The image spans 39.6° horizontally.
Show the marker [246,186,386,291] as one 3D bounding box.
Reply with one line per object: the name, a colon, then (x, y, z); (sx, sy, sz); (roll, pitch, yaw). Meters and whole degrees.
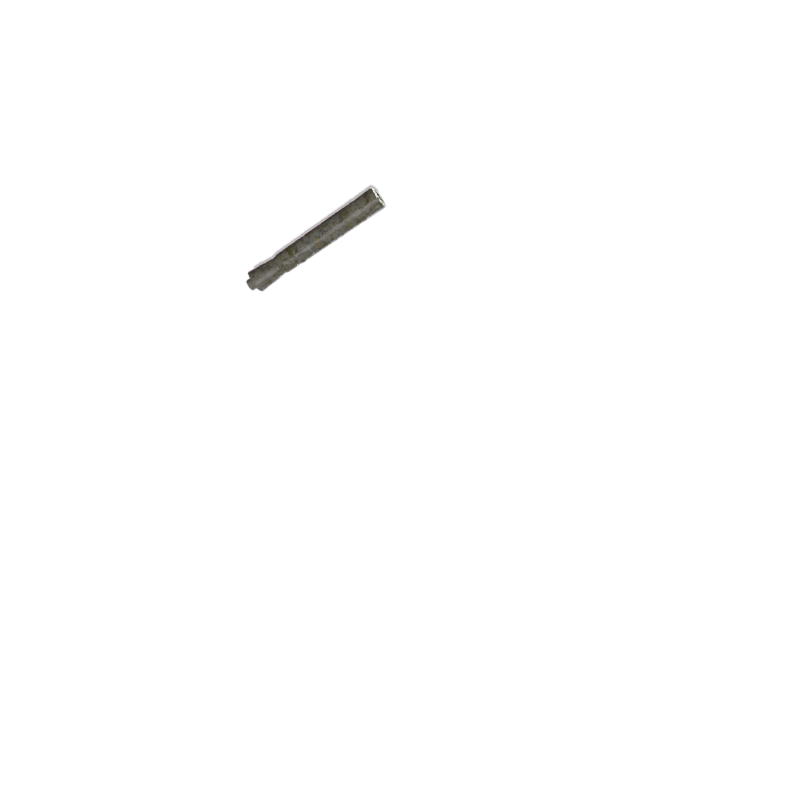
marker: (-0.065, -0.119, 0.832); (0.120, 0.020, 0.019); (-33, -4, 12)
